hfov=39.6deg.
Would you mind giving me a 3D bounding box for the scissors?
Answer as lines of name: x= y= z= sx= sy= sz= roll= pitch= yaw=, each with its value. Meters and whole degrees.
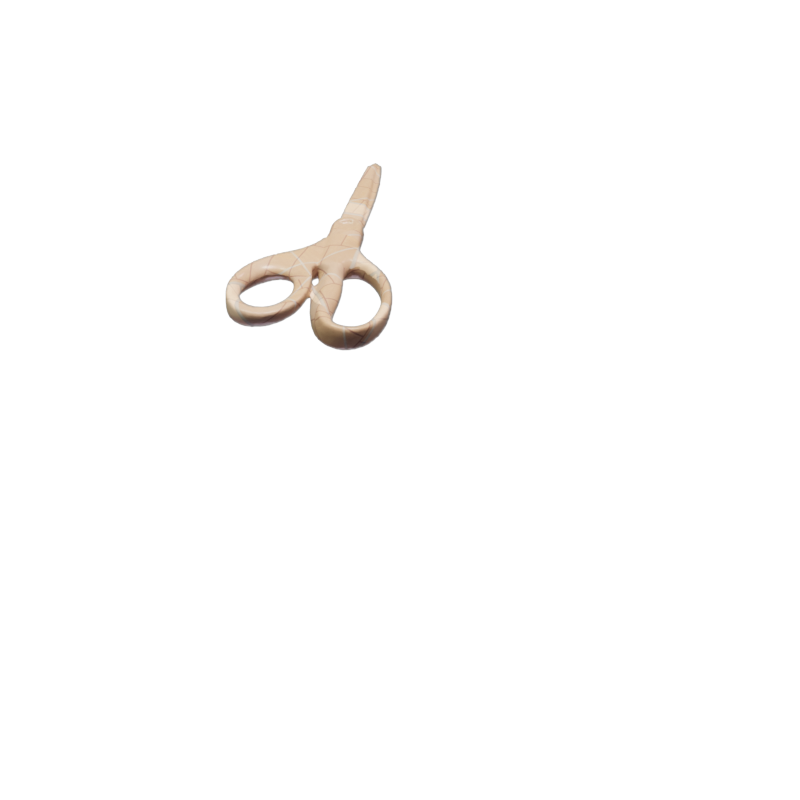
scissors: x=-0.050 y=-0.090 z=0.633 sx=0.096 sy=0.015 sz=0.216 roll=-3 pitch=35 yaw=-4
